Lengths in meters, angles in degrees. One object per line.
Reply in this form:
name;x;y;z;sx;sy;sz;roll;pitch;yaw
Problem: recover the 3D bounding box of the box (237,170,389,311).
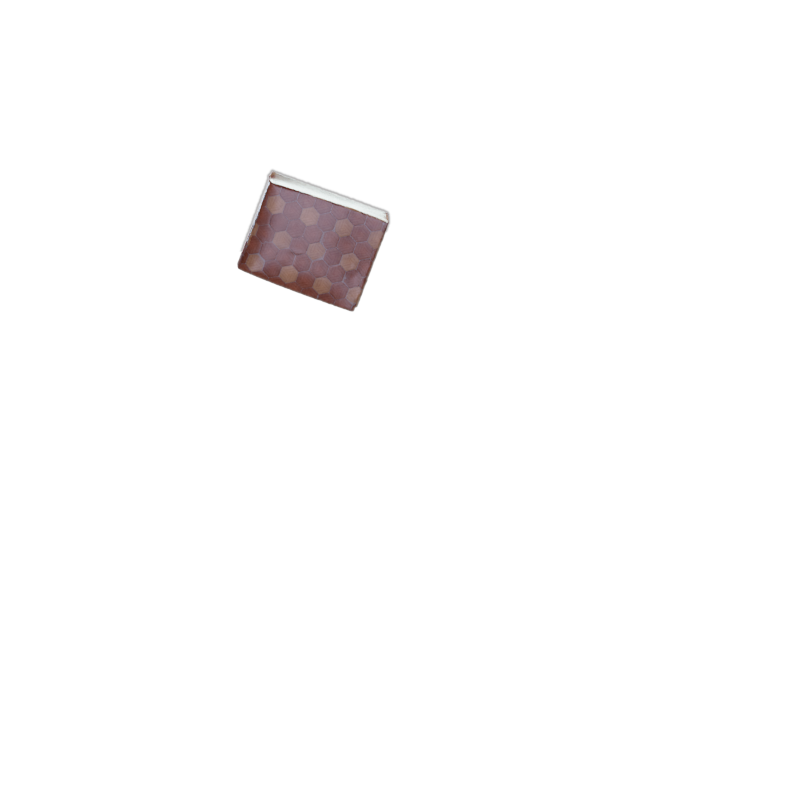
box;-0.076;-0.139;0.974;0.112;0.087;0.041;20;17;-7
